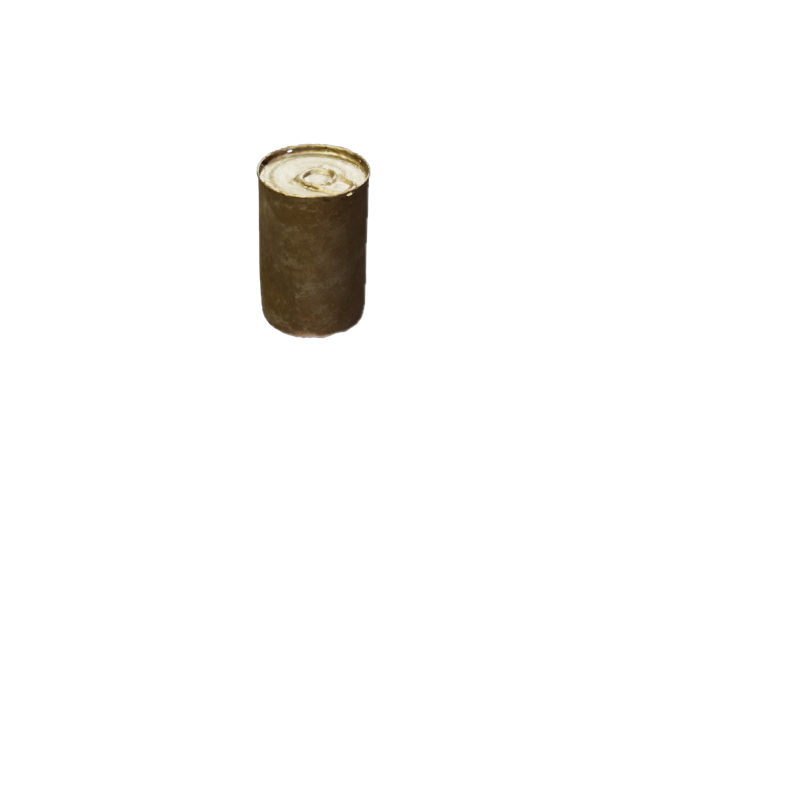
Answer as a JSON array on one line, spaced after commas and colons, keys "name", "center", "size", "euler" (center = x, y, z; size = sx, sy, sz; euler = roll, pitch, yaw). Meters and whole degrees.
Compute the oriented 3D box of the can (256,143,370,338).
[{"name": "can", "center": [-0.054, -0.098, 0.684], "size": [0.068, 0.096, 0.073], "euler": [0, 34, -3]}]
